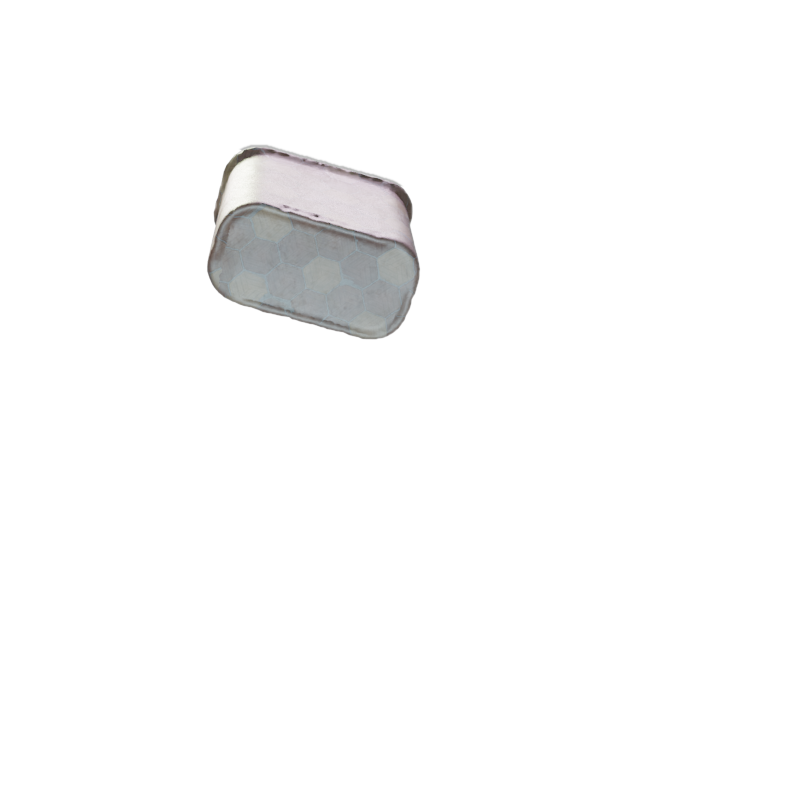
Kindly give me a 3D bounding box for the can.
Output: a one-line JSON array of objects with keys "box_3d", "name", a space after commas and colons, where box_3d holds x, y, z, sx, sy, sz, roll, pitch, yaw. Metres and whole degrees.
[{"box_3d": [-0.043, -0.078, 0.545, 0.101, 0.055, 0.088, 14, 25, -8], "name": "can"}]
